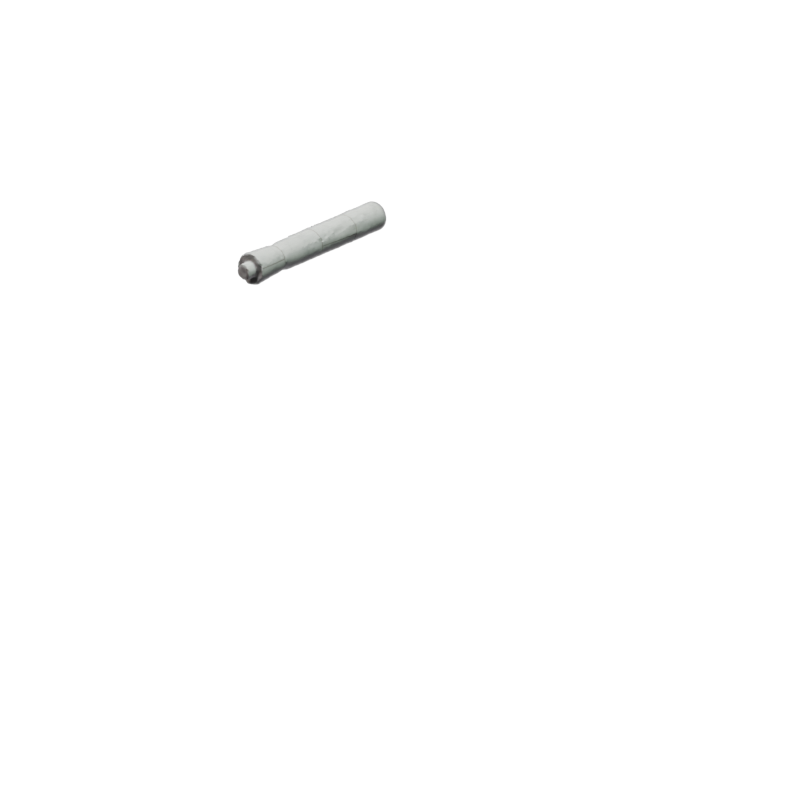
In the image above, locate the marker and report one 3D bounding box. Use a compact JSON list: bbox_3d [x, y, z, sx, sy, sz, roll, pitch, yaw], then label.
[{"bbox_3d":[-0.051,-0.093,0.653,0.021,0.019,0.121,3,24,38],"label":"marker"}]
